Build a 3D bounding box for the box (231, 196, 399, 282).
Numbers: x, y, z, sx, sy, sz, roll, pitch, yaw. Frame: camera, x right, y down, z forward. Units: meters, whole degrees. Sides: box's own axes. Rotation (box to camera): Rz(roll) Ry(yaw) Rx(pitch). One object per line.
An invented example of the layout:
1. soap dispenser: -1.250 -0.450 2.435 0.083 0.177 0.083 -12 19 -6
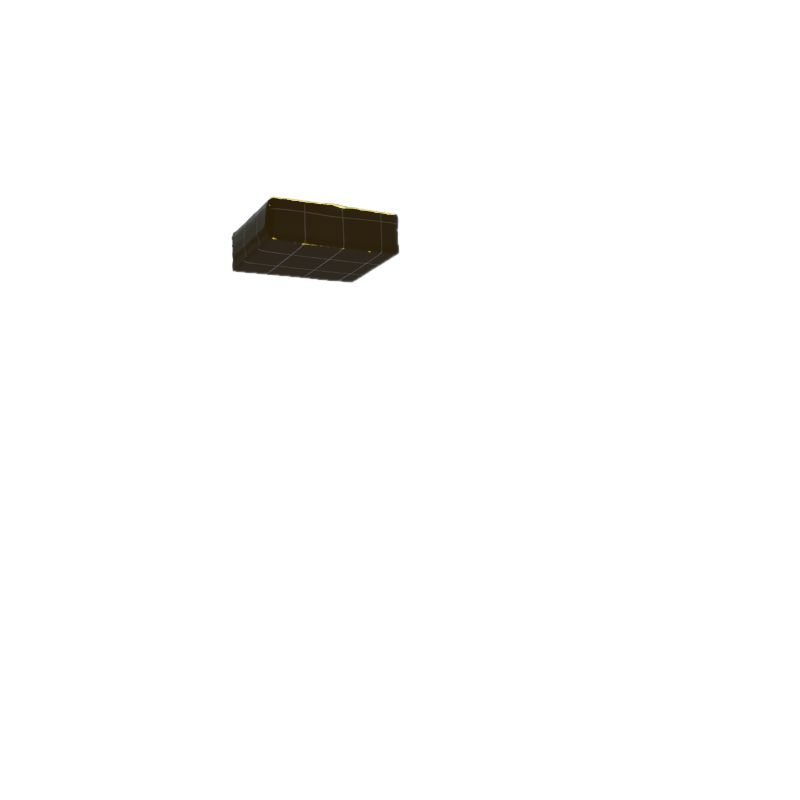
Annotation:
1. box: -0.056 -0.101 0.710 0.086 0.031 0.073 5 -13 -23
